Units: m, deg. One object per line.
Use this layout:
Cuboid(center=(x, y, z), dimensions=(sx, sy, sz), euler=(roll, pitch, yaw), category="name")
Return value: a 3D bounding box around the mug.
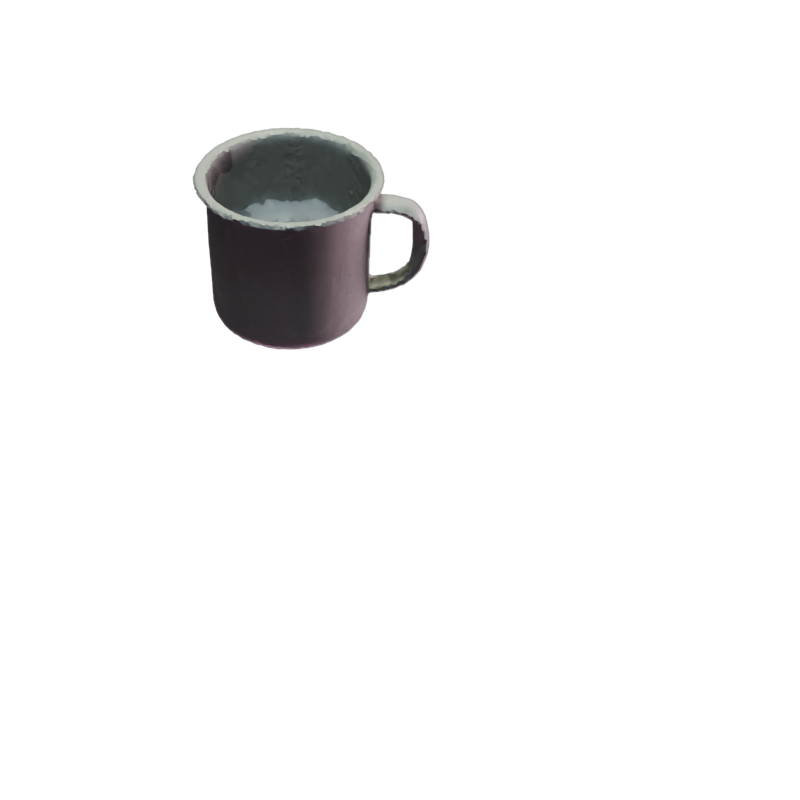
Cuboid(center=(-0.044, -0.080, 0.562), dimensions=(0.117, 0.076, 0.100), euler=(0, 39, -1), category="mug")
